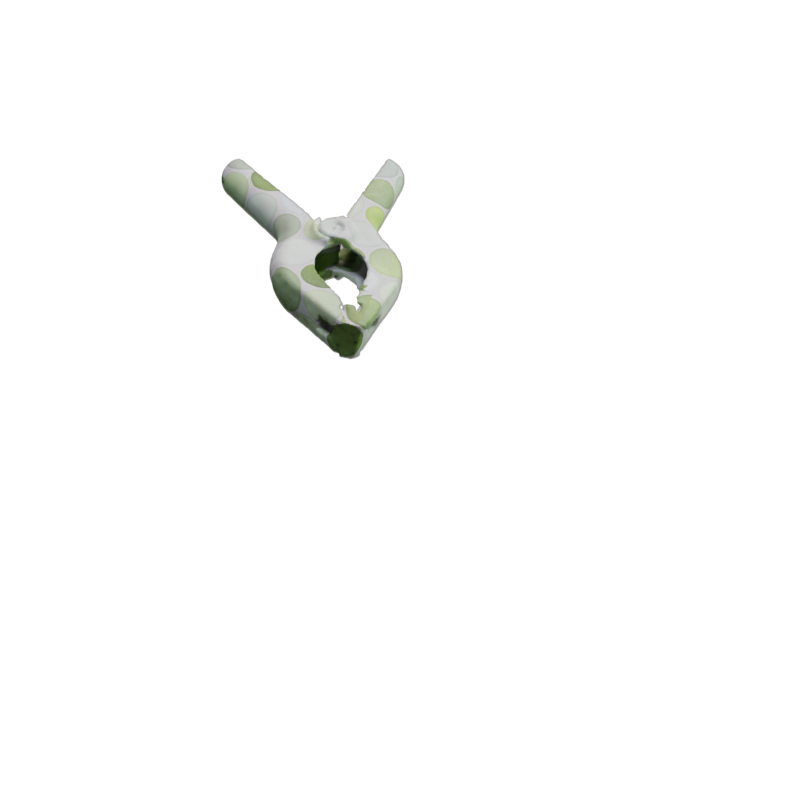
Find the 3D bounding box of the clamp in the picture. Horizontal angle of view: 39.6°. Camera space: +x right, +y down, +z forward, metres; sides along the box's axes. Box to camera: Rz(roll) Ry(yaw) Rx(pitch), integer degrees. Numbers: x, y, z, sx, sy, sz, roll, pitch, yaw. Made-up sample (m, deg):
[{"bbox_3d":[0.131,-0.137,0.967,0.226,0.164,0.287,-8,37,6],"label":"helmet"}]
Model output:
[{"bbox_3d":[-0.053,-0.097,0.680,0.120,0.037,0.184,-1,42,-2],"label":"clamp"}]
